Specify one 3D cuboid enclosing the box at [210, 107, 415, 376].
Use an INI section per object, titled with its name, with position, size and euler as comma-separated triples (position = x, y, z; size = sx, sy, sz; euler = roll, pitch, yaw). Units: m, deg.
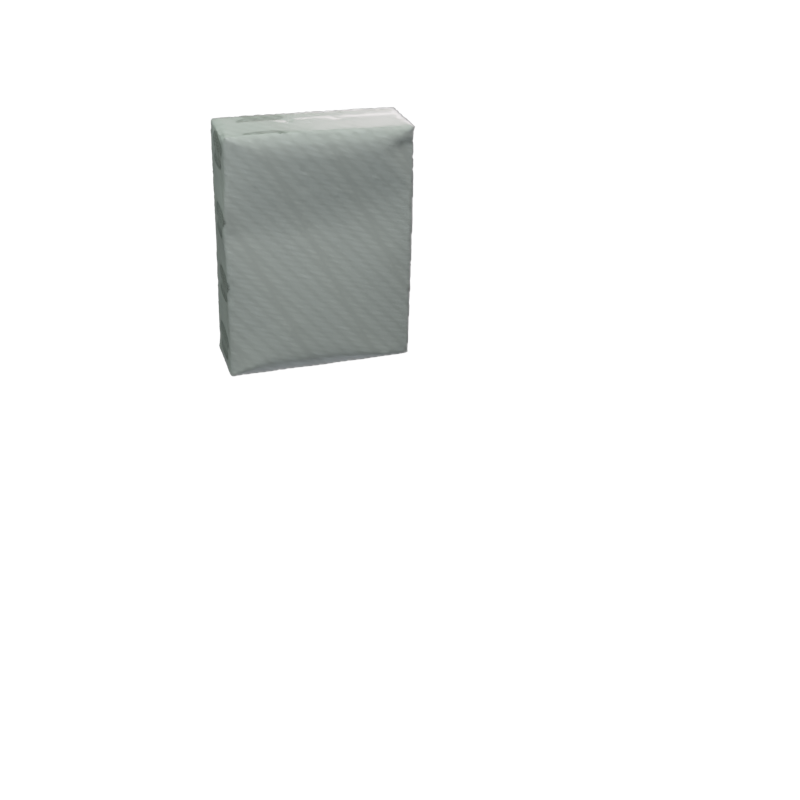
[box]
position = -0.075, -0.136, 0.952
size = 0.162, 0.203, 0.077
euler = -6, 24, -15
